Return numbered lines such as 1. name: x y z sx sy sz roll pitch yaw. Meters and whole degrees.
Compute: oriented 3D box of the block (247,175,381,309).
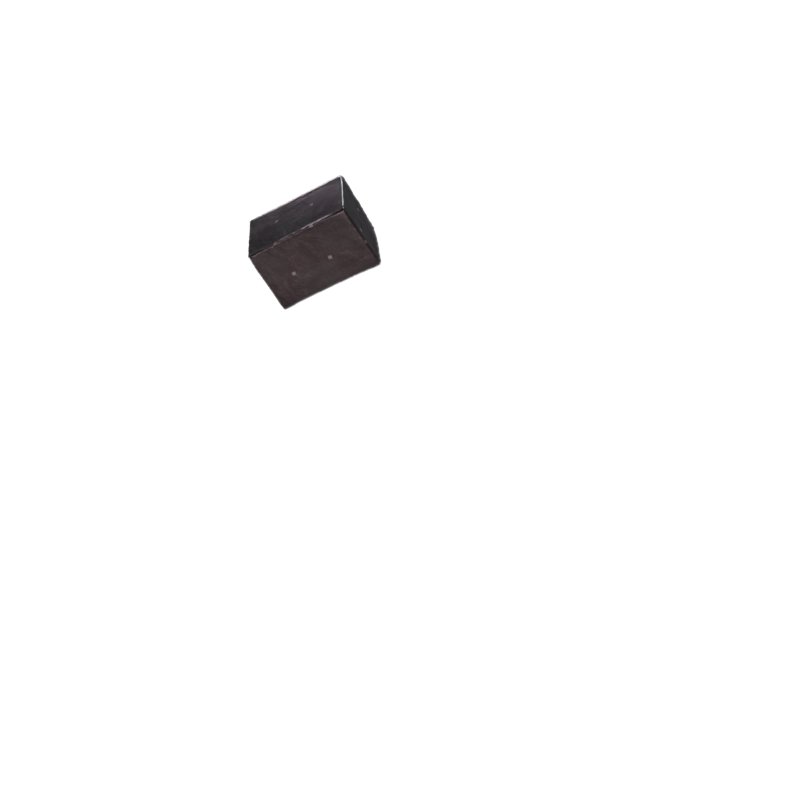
1. block: -0.060 -0.110 0.772 0.078 0.049 0.055 -24 33 14
